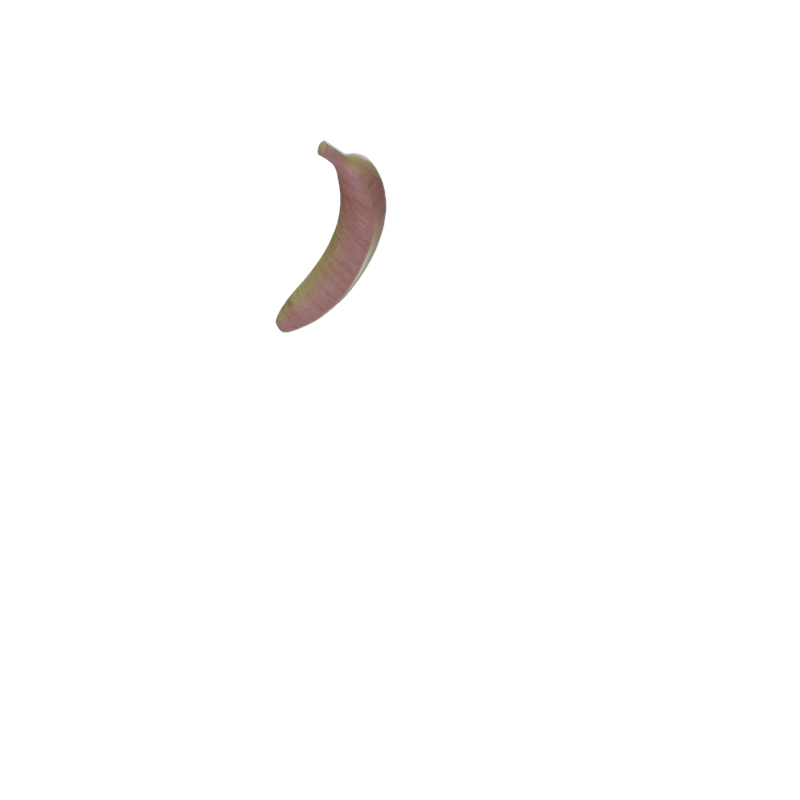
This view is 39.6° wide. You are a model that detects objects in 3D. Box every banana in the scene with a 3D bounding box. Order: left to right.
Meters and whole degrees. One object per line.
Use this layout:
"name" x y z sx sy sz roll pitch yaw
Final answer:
"banana" -0.052 -0.130 0.910 0.069 0.187 0.039 10 39 -10
